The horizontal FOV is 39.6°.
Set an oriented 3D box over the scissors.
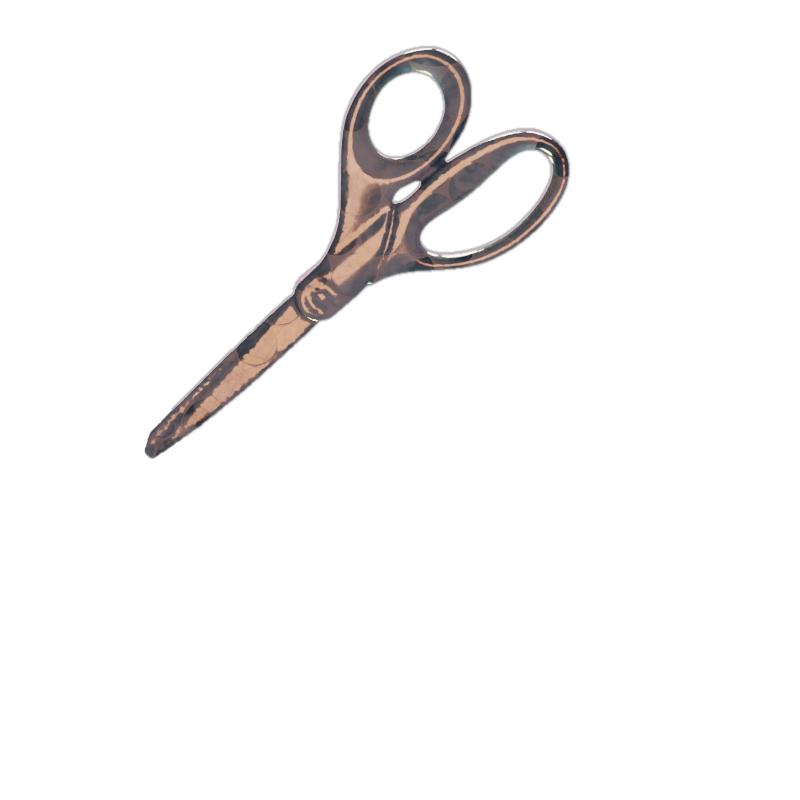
[{"bbox_3d":[-0.034,-0.061,0.429,0.202,0.093,0.016,-27,11,5],"label":"scissors"}]
